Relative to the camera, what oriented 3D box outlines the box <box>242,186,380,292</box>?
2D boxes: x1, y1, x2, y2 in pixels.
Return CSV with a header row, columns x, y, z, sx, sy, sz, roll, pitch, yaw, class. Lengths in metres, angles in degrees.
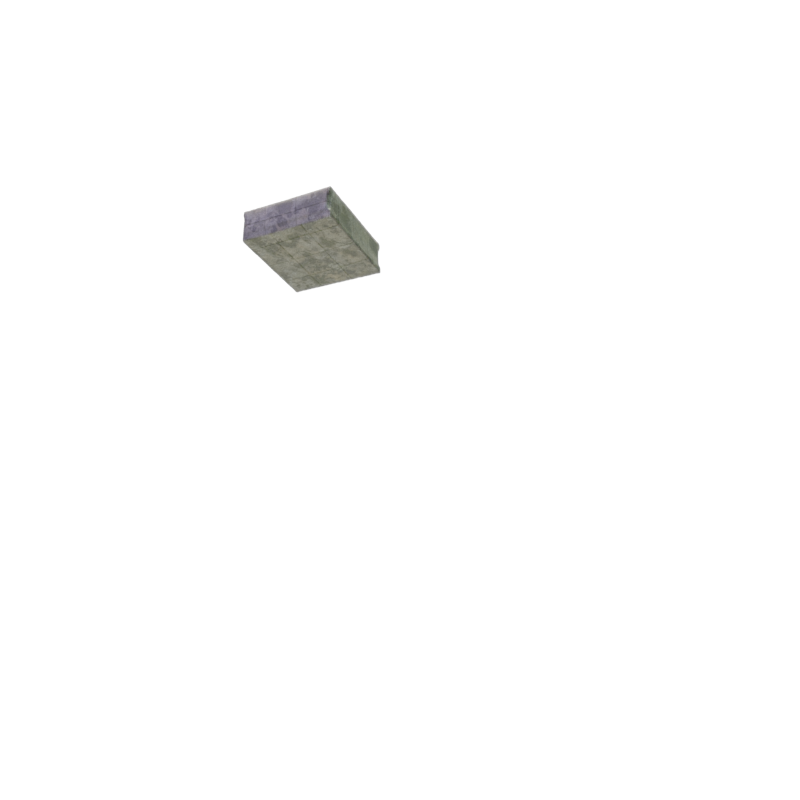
x,y,z,sx,sy,sz,roll,pitch,yaw,class
-0.065,-0.119,0.835,0.074,0.032,0.083,-13,-29,23,box
